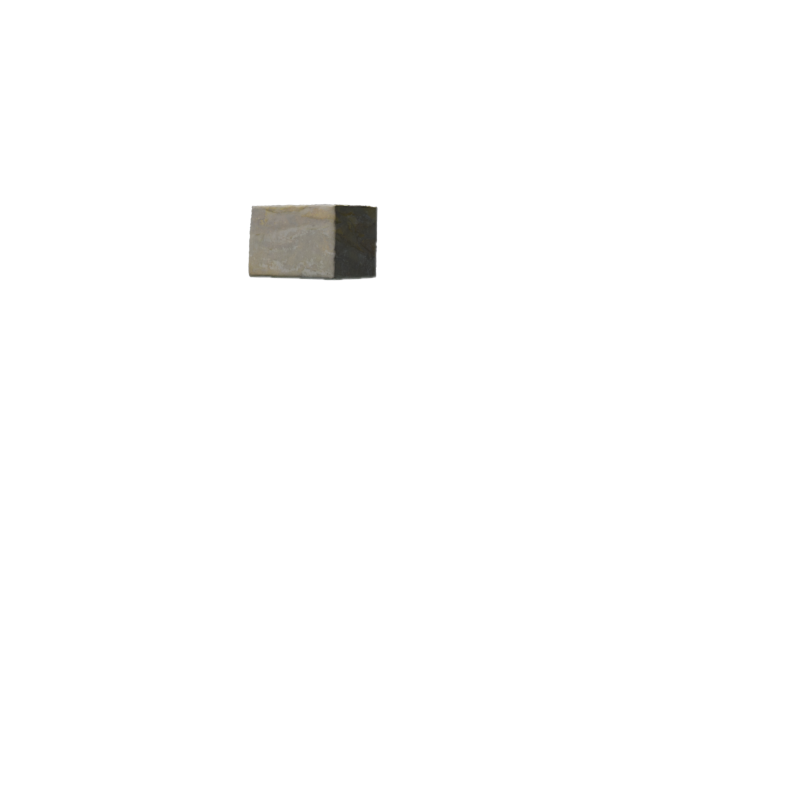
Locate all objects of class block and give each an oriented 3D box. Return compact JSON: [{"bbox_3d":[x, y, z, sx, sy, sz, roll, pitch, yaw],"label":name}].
[{"bbox_3d":[-0.061,-0.112,0.783,0.081,0.051,0.051,4,6,35],"label":"block"}]
